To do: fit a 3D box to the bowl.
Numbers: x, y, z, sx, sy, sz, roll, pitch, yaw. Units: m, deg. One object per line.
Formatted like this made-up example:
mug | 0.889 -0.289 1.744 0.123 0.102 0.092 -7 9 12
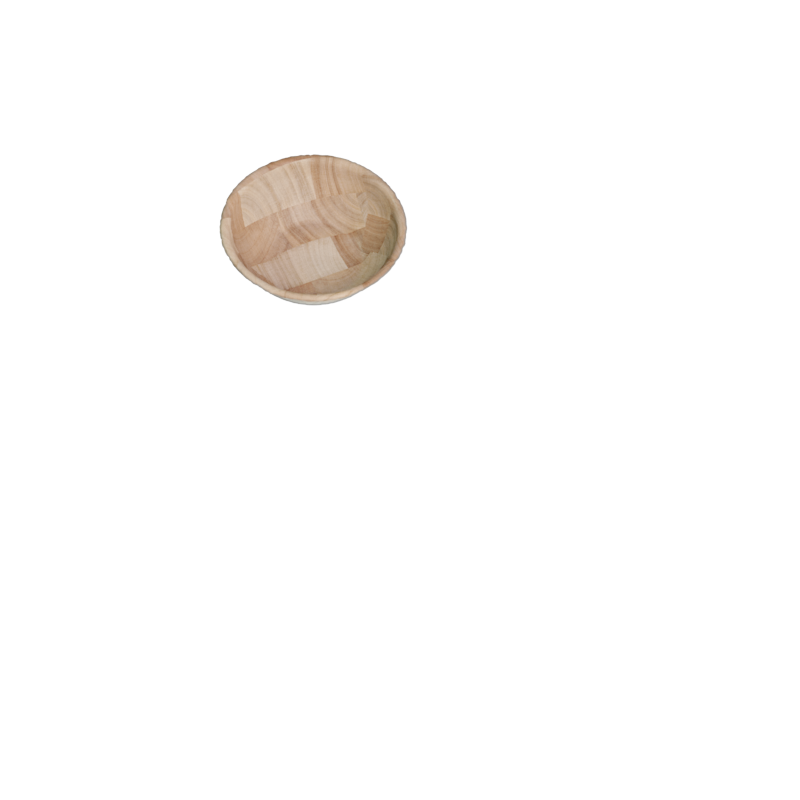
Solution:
bowl | -0.077 -0.140 0.978 0.162 0.173 0.051 -1 -34 -1
